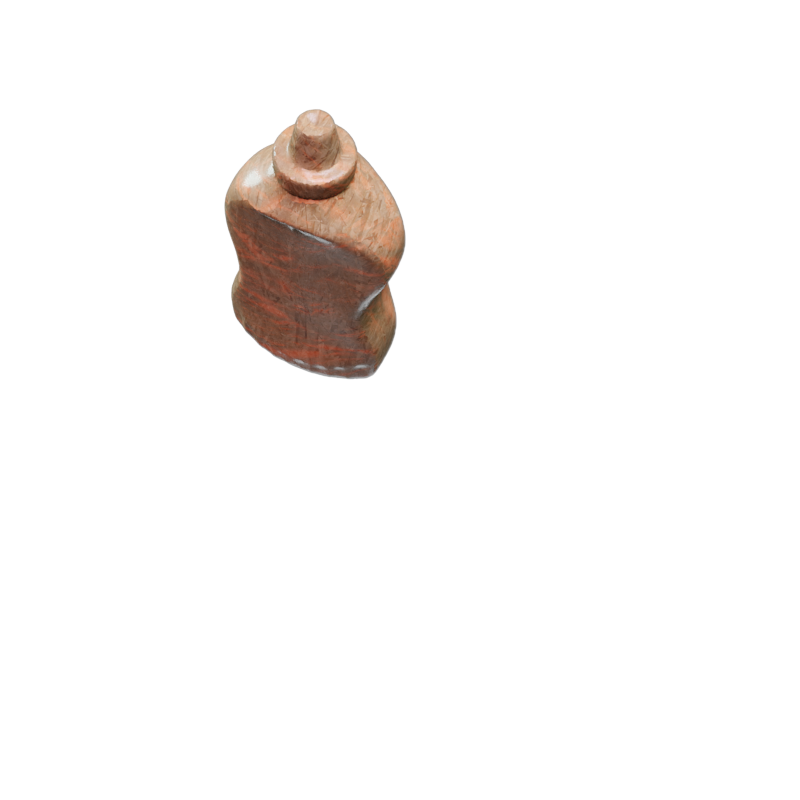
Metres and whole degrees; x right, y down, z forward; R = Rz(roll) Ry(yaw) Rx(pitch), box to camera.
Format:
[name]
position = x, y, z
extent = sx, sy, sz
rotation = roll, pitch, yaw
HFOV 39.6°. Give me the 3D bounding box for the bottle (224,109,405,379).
[bottle]
position = -0.046, -0.084, 0.587
extent = 0.099, 0.060, 0.180
rotation = 27, -27, 11
